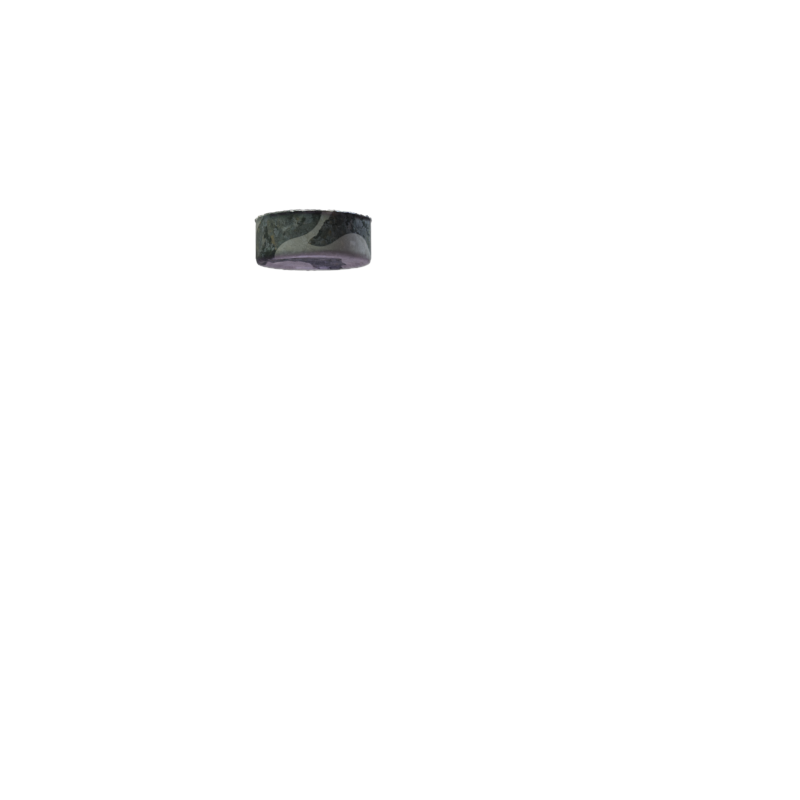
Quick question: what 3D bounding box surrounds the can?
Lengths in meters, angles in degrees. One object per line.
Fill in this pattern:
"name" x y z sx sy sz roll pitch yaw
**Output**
"can" -0.063 -0.115 0.808 0.086 0.034 0.085 0 -1 -2
